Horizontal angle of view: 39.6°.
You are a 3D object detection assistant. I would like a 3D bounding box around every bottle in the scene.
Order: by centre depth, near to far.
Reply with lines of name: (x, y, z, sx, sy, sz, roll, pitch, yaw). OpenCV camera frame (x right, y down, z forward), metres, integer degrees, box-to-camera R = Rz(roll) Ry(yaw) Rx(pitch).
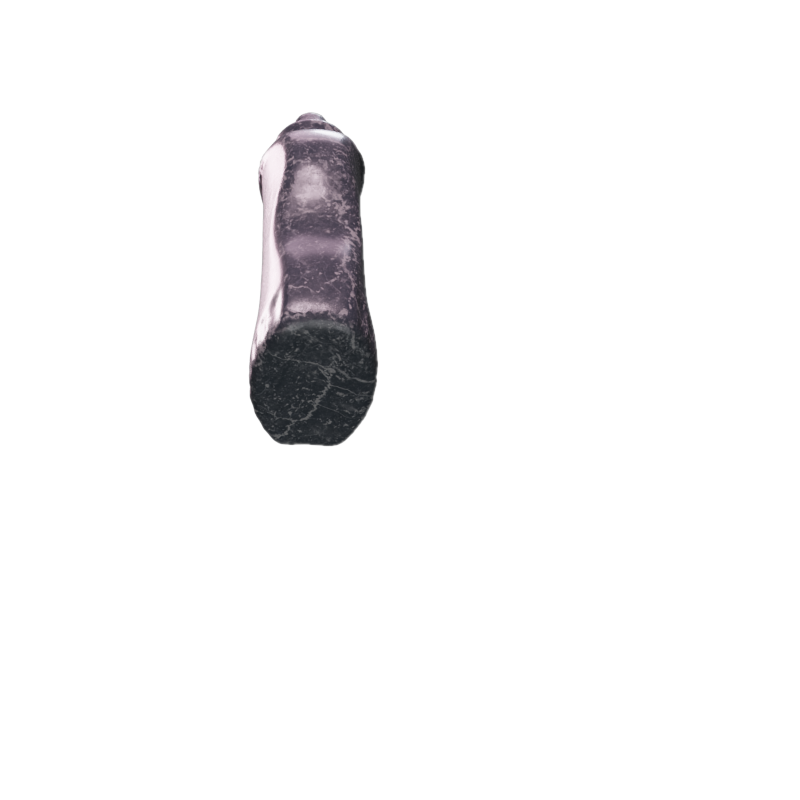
bottle: (-0.044, -0.080, 0.561, 0.058, 0.206, 0.090, 0, -42, -5)
